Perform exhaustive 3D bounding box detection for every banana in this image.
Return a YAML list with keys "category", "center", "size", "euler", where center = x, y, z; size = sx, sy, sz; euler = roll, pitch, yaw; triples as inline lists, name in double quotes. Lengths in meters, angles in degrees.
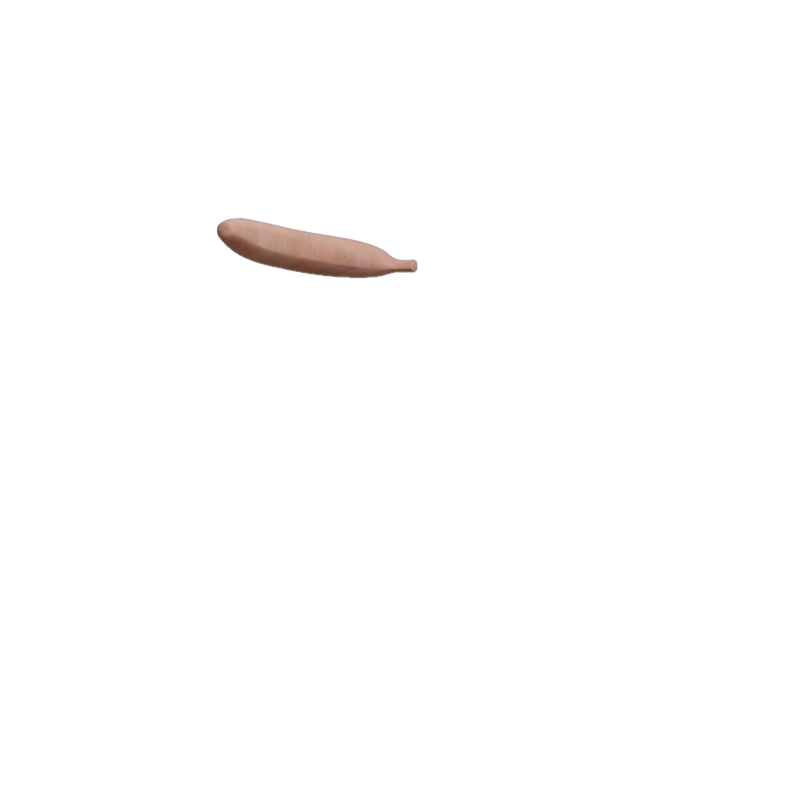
- category: "banana"
  center: [-0.083, -0.137, 0.997]
  size: [0.190, 0.038, 0.070]
  euler: [5, -12, -29]
